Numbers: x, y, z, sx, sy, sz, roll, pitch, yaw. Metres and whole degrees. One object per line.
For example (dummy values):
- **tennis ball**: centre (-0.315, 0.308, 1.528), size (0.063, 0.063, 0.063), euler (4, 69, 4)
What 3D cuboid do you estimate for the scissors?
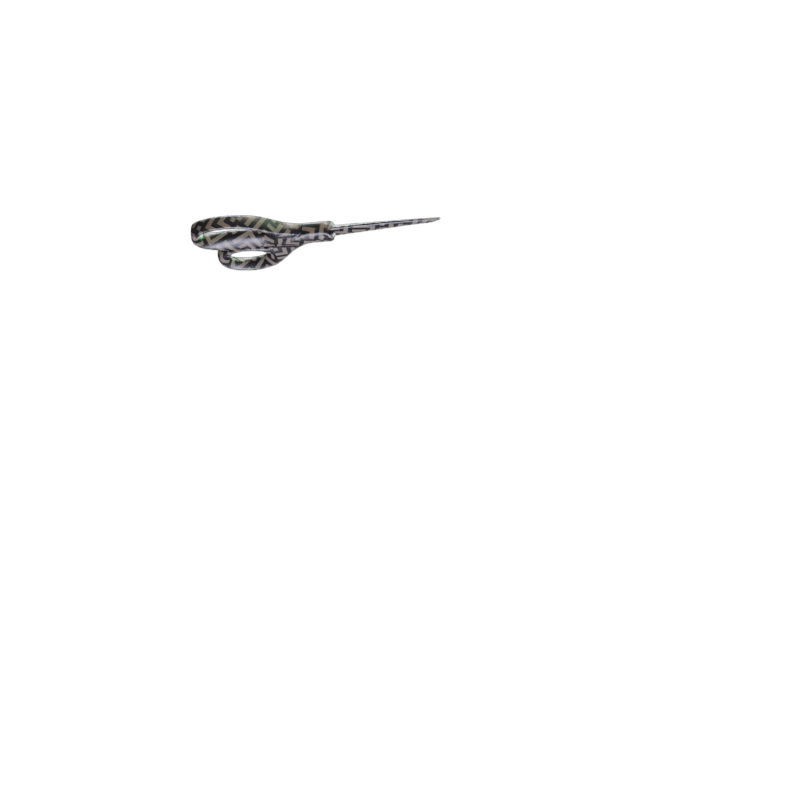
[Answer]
- **scissors**: centre (-0.072, -0.132, 0.924), size (0.201, 0.016, 0.092), euler (1, -18, -2)
